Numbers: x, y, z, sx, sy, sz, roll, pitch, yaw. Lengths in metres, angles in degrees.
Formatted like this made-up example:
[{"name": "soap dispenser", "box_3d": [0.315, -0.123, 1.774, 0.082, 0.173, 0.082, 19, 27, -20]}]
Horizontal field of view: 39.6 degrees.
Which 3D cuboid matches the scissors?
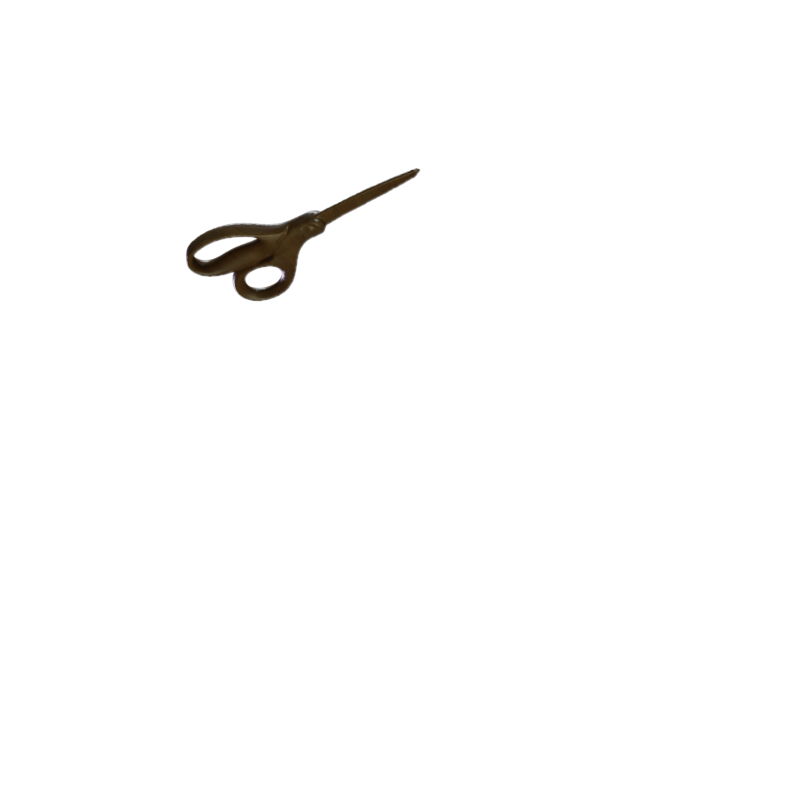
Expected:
[{"name": "scissors", "box_3d": [-0.067, -0.122, 0.853, 0.204, 0.017, 0.089, -12, -36, 17]}]
